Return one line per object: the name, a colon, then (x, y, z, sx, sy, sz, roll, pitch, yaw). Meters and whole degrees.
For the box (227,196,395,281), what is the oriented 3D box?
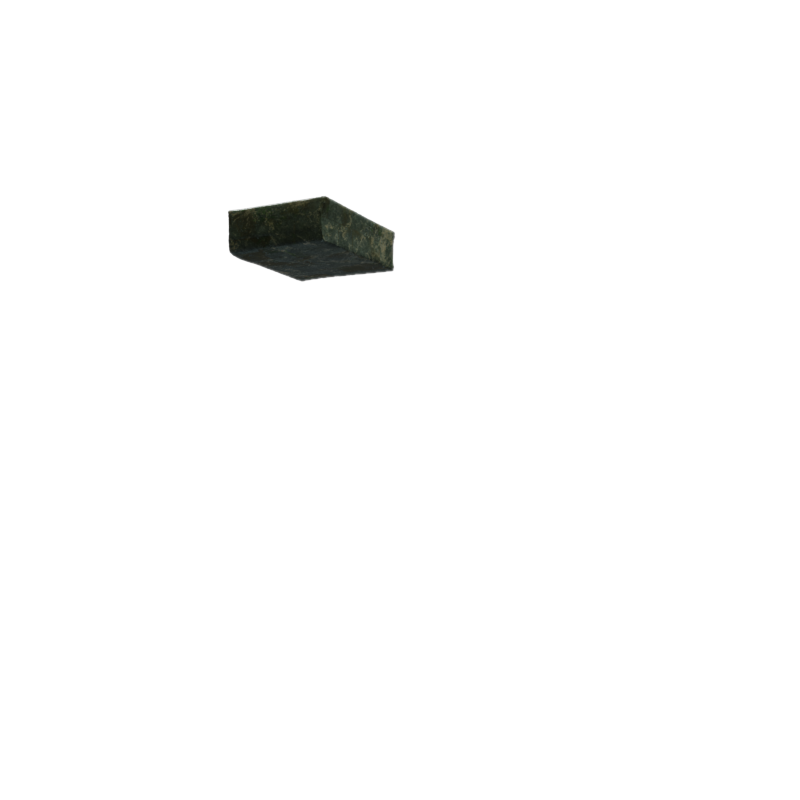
box: (-0.069, -0.125, 0.874, 0.092, 0.040, 0.108, -4, -8, 29)
